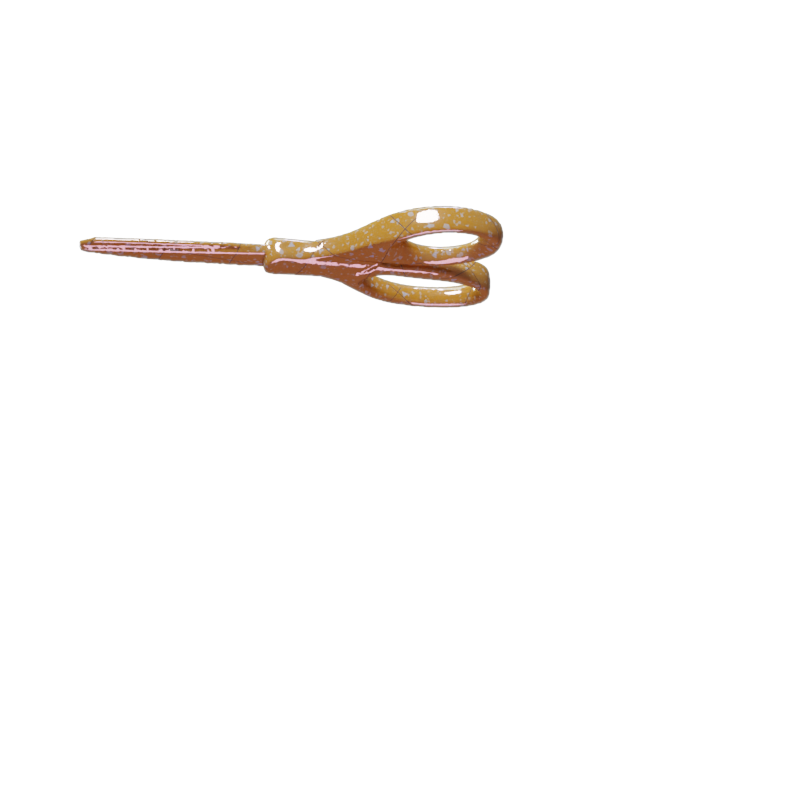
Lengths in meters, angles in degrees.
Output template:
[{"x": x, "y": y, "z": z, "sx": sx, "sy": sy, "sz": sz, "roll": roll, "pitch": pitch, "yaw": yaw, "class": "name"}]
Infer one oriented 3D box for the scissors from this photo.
[{"x": -0.041, "y": -0.074, "z": 0.520, "sx": 0.195, "sy": 0.017, "sz": 0.094, "roll": 9, "pitch": -23, "yaw": -21, "class": "scissors"}]
